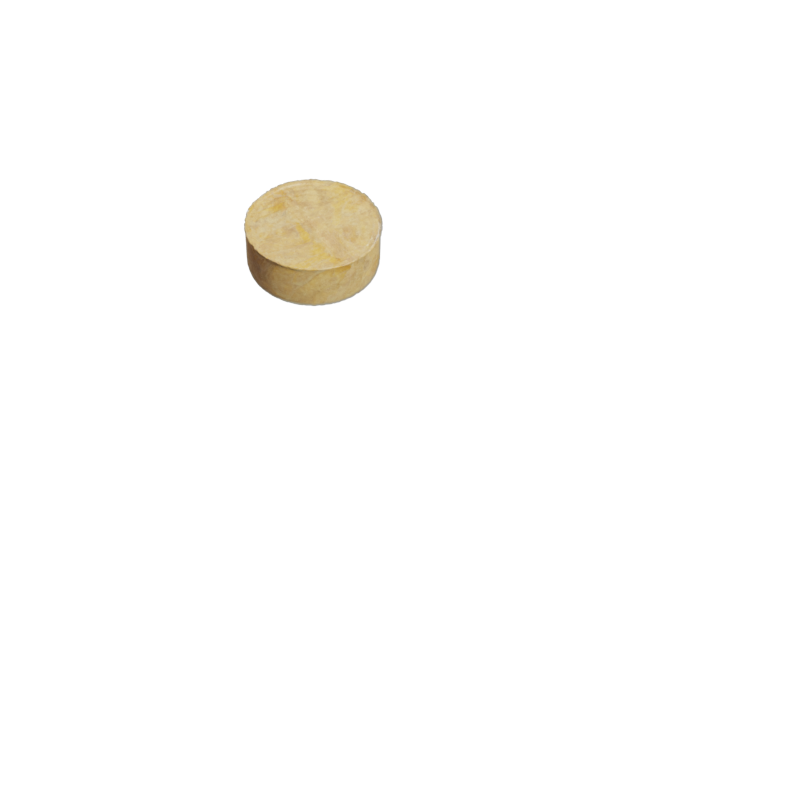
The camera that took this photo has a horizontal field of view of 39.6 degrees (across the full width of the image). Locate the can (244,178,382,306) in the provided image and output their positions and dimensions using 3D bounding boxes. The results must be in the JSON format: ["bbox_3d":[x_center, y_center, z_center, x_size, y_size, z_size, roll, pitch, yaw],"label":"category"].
[{"bbox_3d":[-0.054,-0.099,0.696,0.086,0.092,0.031,-1,-44,-1],"label":"can"}]
